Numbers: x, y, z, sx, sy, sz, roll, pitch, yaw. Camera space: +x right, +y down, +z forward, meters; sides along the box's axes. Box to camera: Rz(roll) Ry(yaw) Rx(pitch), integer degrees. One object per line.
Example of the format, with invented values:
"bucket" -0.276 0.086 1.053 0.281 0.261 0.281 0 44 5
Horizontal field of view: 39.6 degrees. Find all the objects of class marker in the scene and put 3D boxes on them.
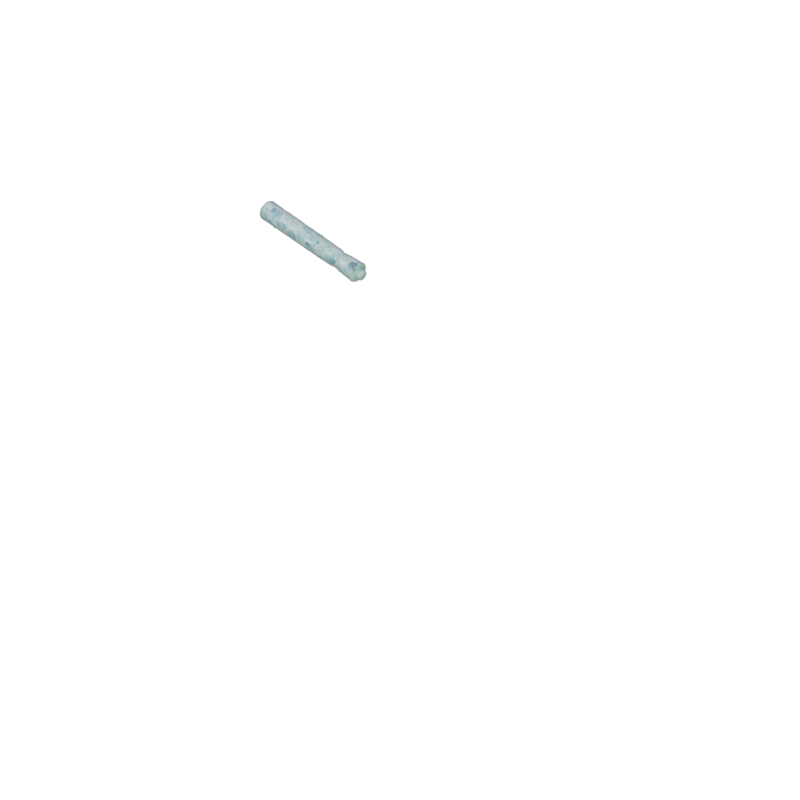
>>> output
"marker" -0.076 -0.139 0.972 0.129 0.019 0.019 37 23 30
